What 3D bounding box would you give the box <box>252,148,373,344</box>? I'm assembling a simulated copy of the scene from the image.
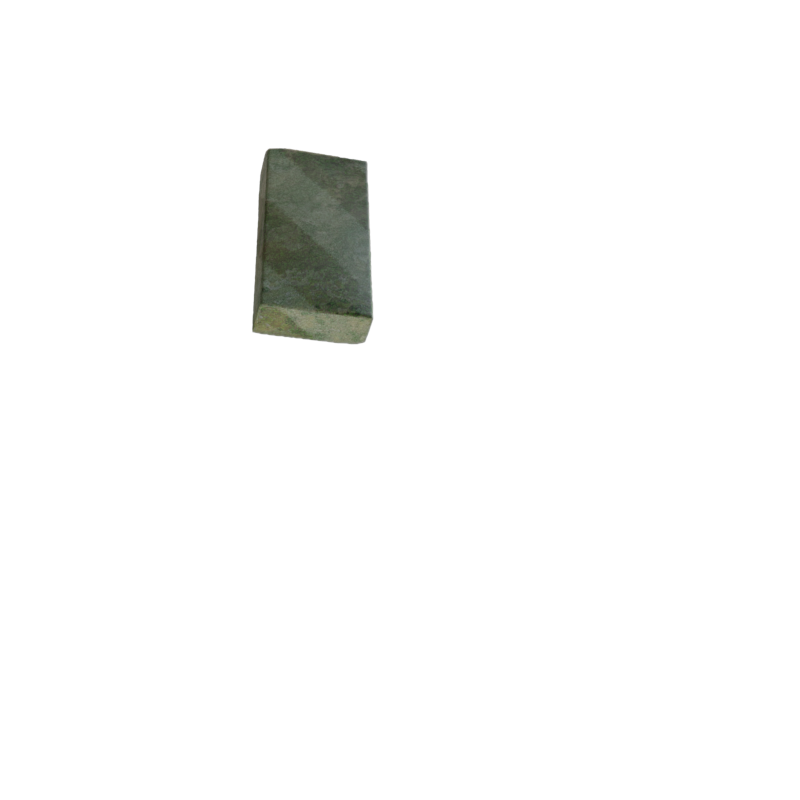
[{"bbox_3d":[-0.073,-0.132,0.926,0.092,0.189,0.046,6,-36,-11],"label":"box"}]
